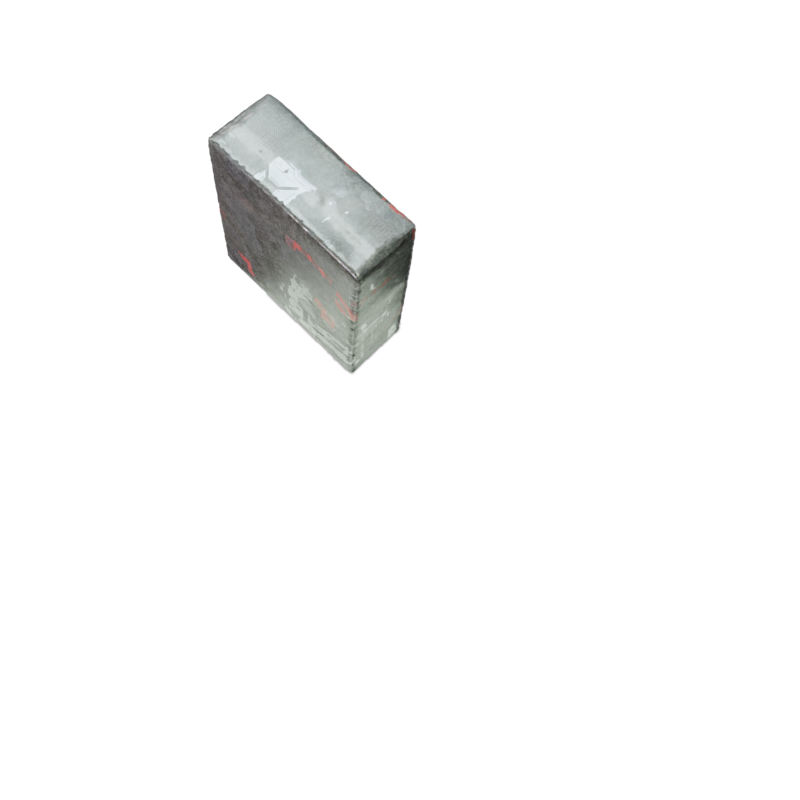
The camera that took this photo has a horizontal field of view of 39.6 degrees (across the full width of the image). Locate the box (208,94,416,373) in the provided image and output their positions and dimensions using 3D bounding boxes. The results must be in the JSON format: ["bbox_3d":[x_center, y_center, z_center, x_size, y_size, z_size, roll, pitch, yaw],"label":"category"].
[{"bbox_3d":[-0.071,-0.130,0.910,0.072,0.171,0.203,-42,-14,-16],"label":"box"}]
